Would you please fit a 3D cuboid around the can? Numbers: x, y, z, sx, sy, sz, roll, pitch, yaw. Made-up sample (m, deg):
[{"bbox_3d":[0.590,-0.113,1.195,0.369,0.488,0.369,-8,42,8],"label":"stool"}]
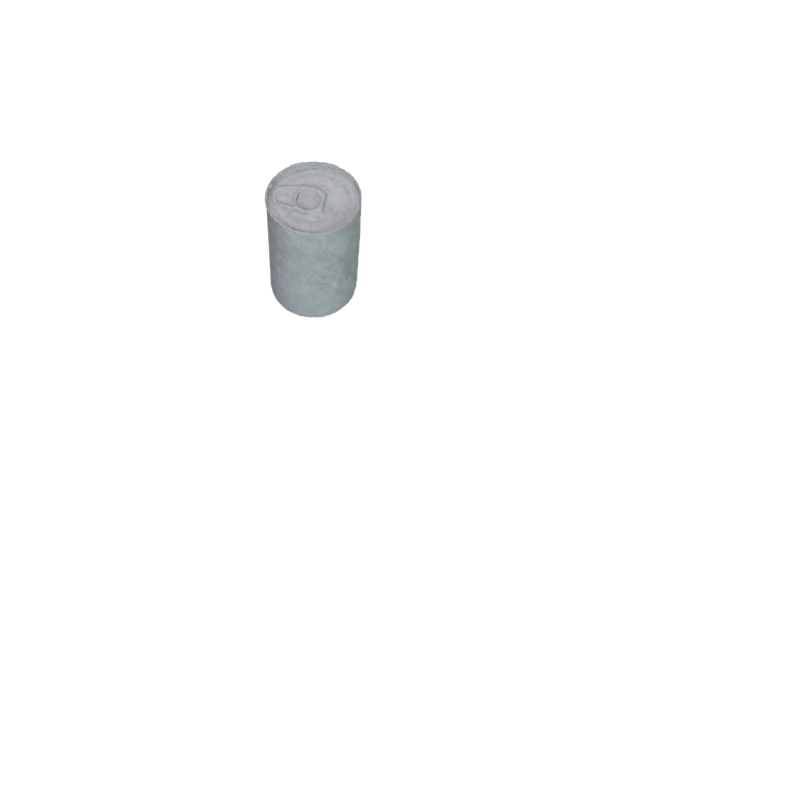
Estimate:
[{"bbox_3d":[-0.064,-0.116,0.812,0.068,0.073,0.096,0,-34,-3],"label":"can"}]
